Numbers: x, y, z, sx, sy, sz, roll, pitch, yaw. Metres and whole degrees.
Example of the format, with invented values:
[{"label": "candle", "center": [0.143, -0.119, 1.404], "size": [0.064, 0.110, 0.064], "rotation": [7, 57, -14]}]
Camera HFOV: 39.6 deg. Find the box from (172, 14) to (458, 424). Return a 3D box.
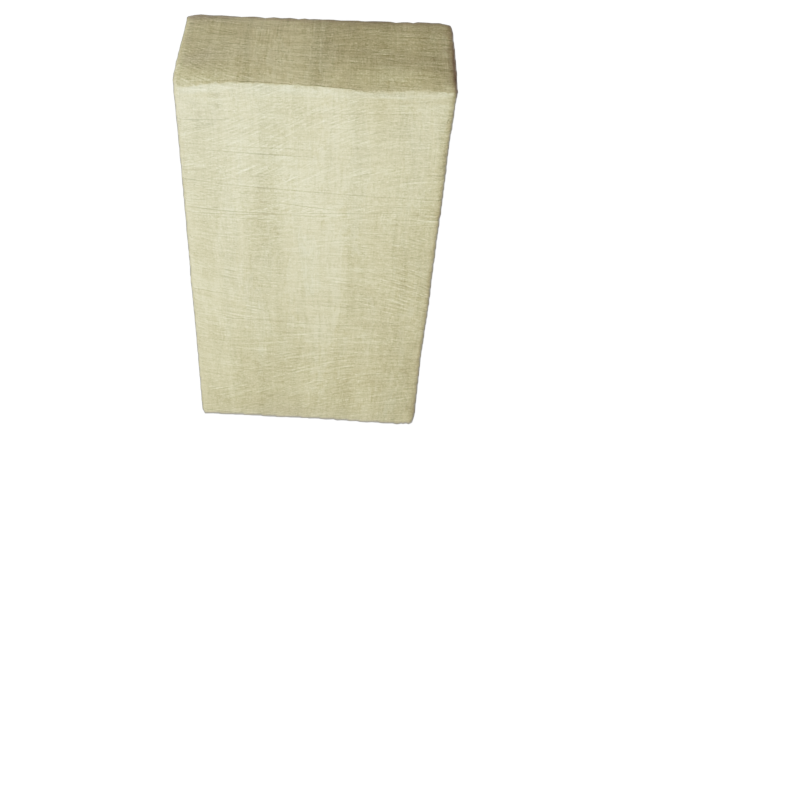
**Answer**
[{"label": "box", "center": [-0.033, -0.060, 0.421], "size": [0.093, 0.051, 0.164], "rotation": [3, -38, -1]}]
